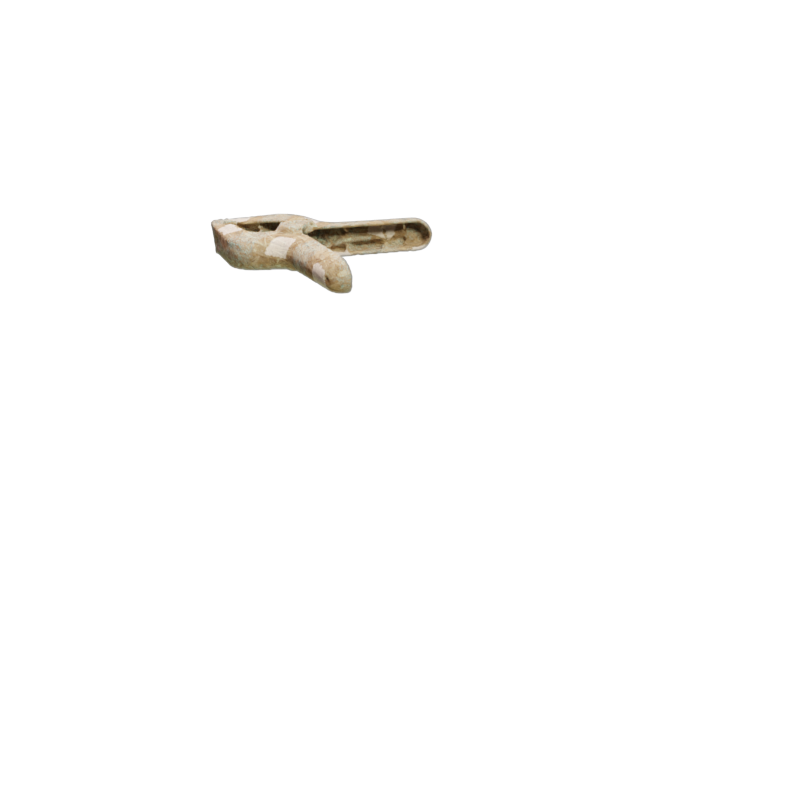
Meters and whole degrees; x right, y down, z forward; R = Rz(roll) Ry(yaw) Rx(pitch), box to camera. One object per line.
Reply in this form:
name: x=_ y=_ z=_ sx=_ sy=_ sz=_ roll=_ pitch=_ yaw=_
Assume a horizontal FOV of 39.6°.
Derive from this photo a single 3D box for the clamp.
clamp: x=-0.065 y=-0.119 z=0.834 sx=0.181 sy=0.038 sz=0.118 roll=19 pitch=28 yaw=39
